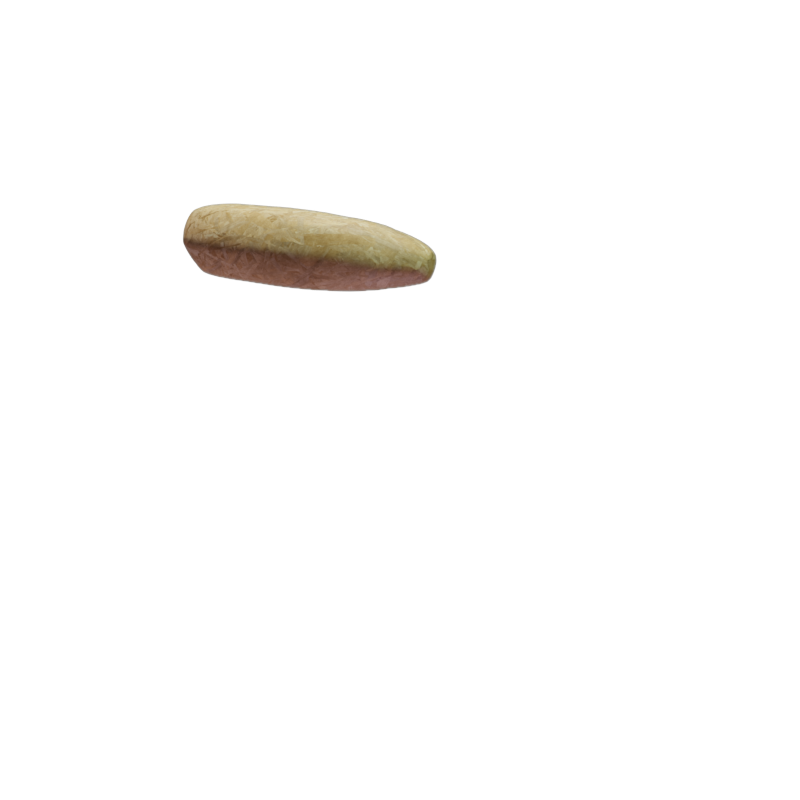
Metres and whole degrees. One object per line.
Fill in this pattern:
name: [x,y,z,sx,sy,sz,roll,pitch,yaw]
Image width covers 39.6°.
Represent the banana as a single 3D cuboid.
banana: [-0.060,-0.076,0.535,0.068,0.036,0.207,-5,12,-28]
